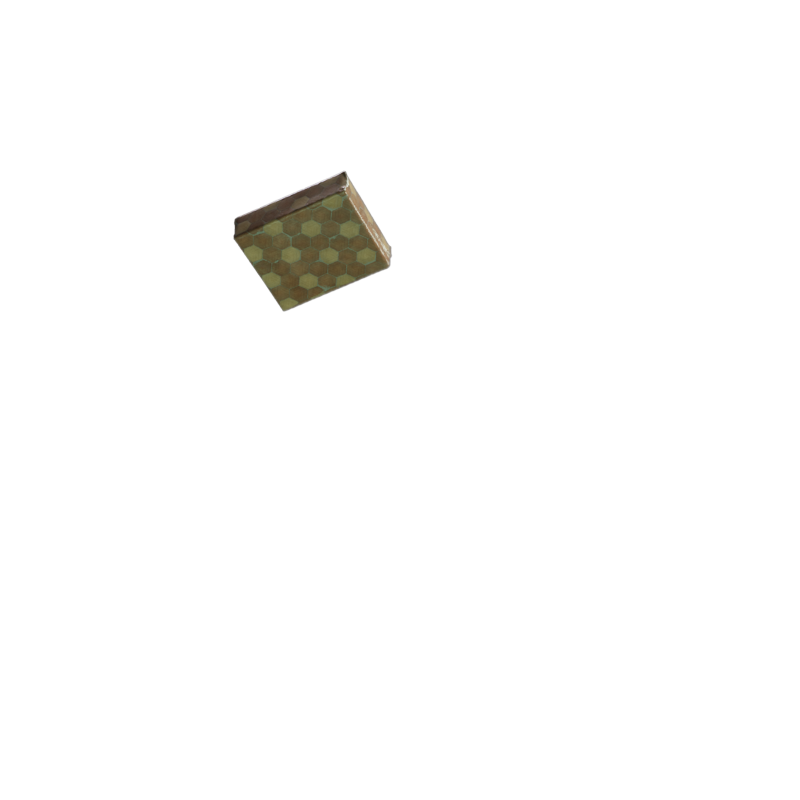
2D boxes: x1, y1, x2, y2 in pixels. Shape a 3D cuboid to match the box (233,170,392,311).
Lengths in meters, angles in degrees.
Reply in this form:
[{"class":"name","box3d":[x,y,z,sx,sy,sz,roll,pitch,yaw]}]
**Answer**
[{"class":"box","box3d":[-0.060,-0.111,0.775,0.090,0.068,0.032,-22,35,16]}]
